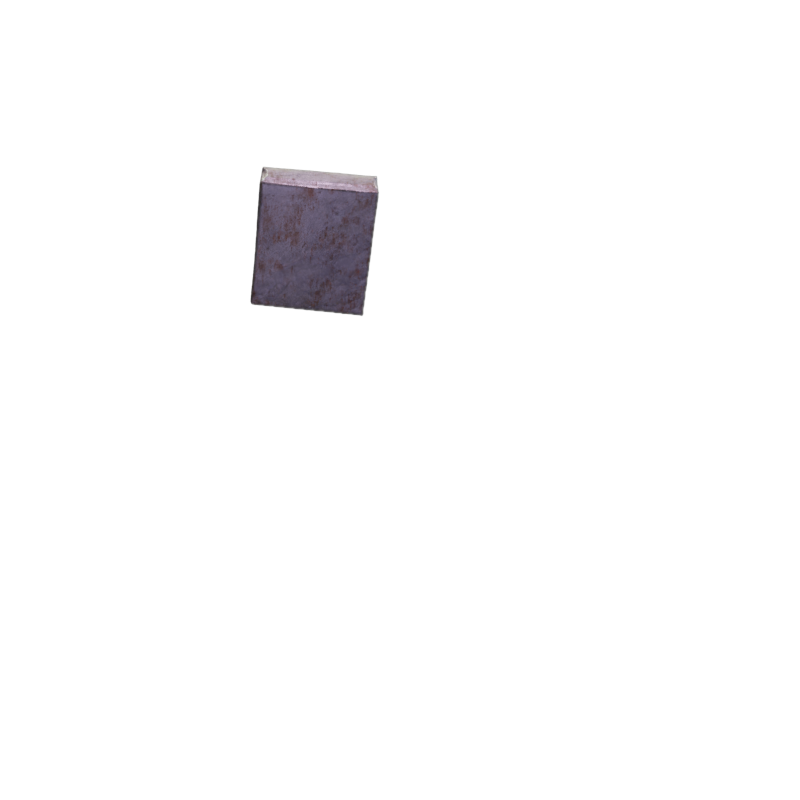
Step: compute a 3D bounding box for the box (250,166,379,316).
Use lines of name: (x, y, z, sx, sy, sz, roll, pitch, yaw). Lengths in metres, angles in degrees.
box: (-0.055, -0.100, 0.700, 0.073, 0.085, 0.032, 5, 28, -4)
